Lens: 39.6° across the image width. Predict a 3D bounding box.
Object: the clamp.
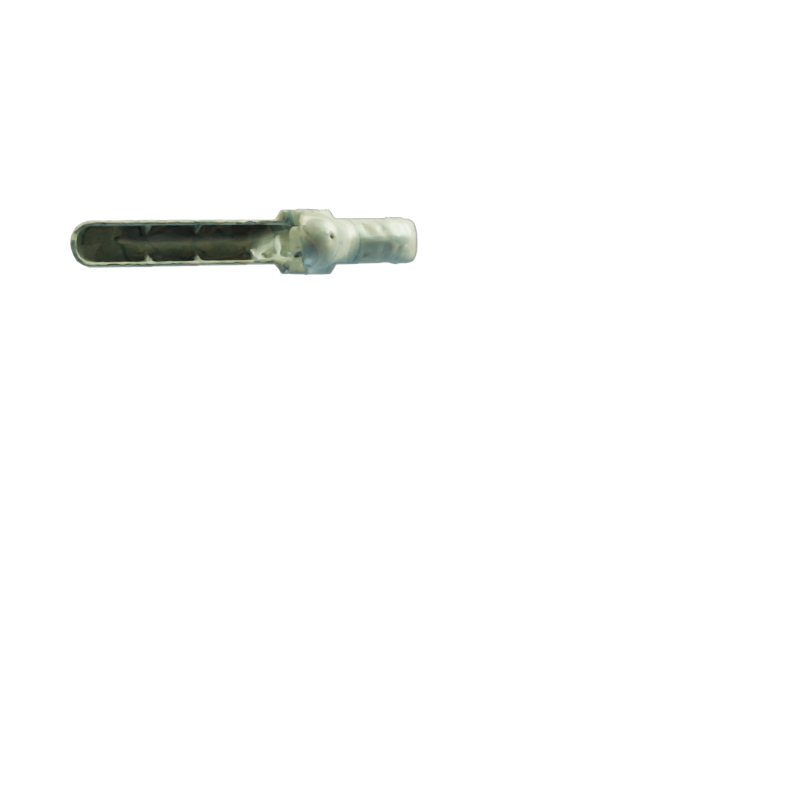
[{"bbox_3d":[-0.047,-0.086,0.601,0.172,0.036,0.203,7,11,41],"label":"clamp"}]
